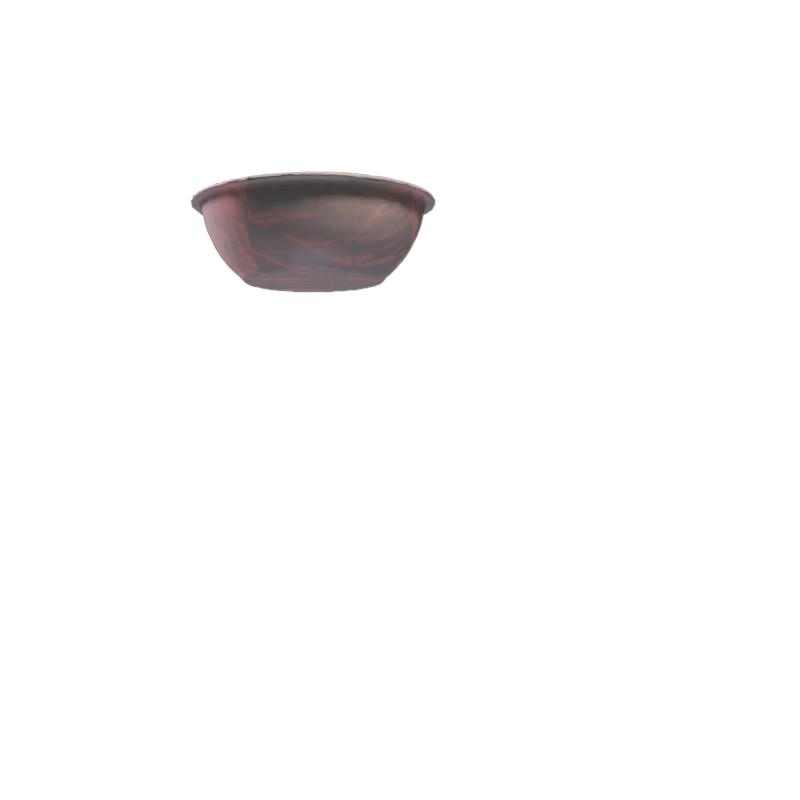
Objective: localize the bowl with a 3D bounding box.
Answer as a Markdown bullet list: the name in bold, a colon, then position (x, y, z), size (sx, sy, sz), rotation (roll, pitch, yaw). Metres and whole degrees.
- **bowl**: position (-0.057, -0.104, 0.730), size (0.162, 0.056, 0.160), rotation (0, -4, -2)
